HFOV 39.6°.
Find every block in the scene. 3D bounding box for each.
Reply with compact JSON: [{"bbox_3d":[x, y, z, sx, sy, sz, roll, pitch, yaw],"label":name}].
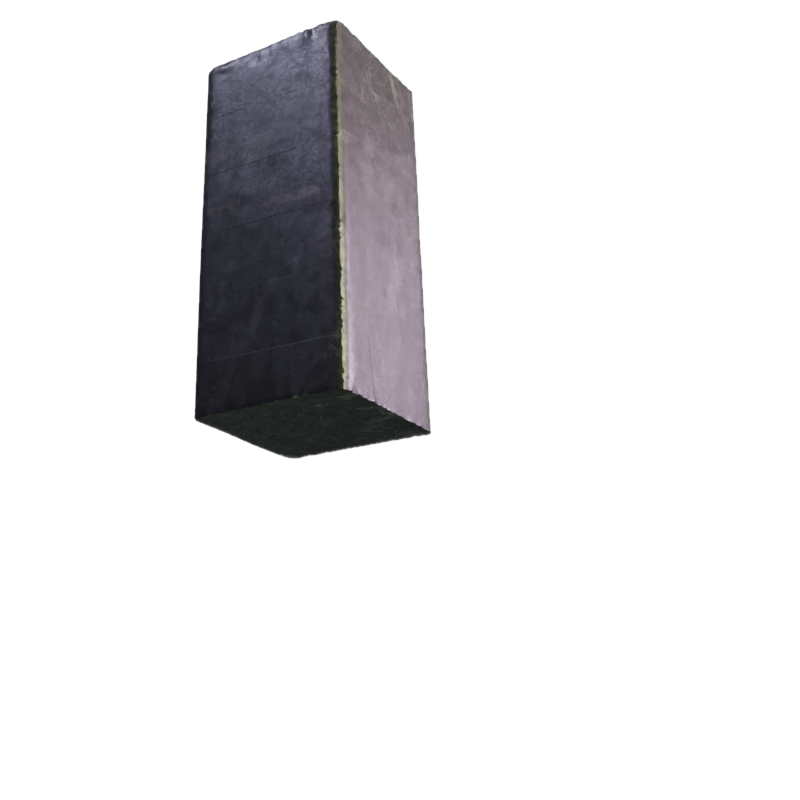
[{"bbox_3d":[-0.047,-0.085,0.597,0.092,0.218,0.084,-15,-27,28],"label":"block"}]
